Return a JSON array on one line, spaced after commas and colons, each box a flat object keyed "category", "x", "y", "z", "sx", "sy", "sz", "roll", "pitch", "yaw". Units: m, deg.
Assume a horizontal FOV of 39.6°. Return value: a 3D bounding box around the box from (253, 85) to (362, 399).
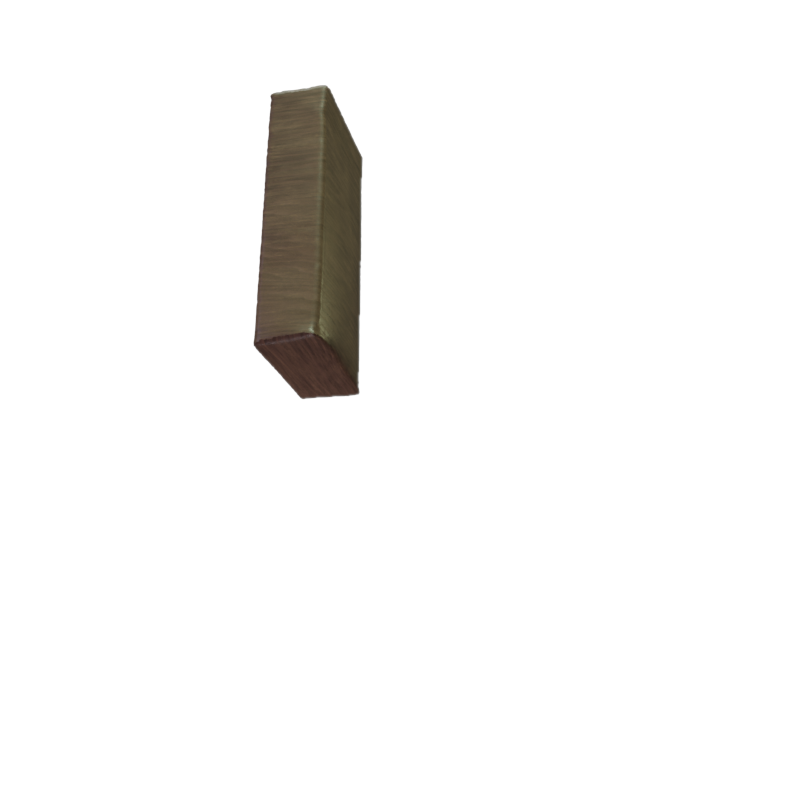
[{"category": "box", "x": -0.055, "y": -0.100, "z": 0.701, "sx": 0.049, "sy": 0.187, "sz": 0.087, "roll": -8, "pitch": -28, "yaw": 12}]
